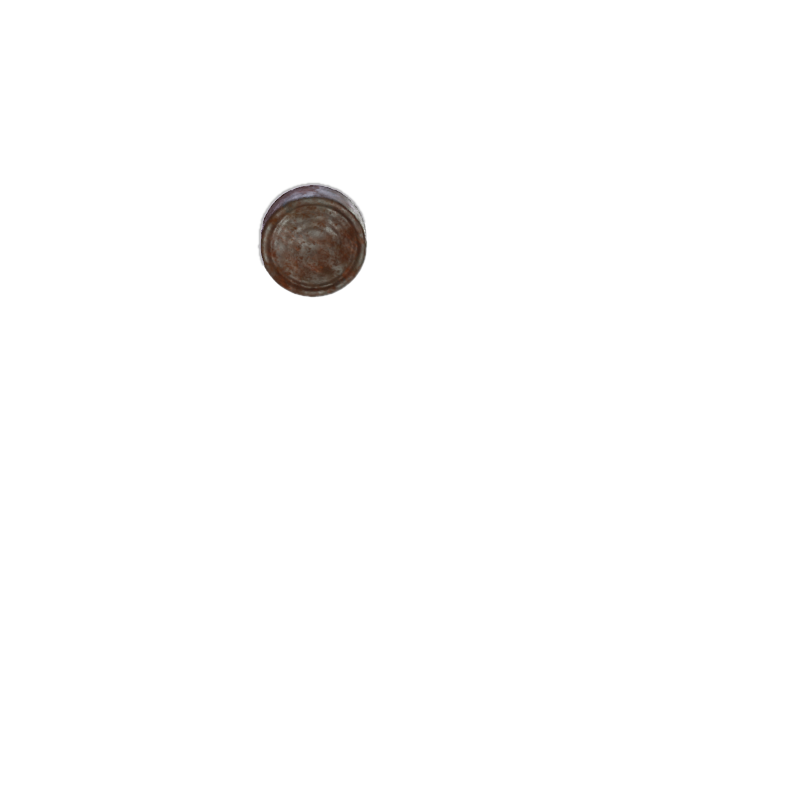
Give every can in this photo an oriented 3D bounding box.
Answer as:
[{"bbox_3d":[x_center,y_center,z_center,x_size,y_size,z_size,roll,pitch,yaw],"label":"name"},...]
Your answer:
[{"bbox_3d":[-0.069,-0.126,0.882,0.086,0.082,0.035,0,20,-1],"label":"can"}]
